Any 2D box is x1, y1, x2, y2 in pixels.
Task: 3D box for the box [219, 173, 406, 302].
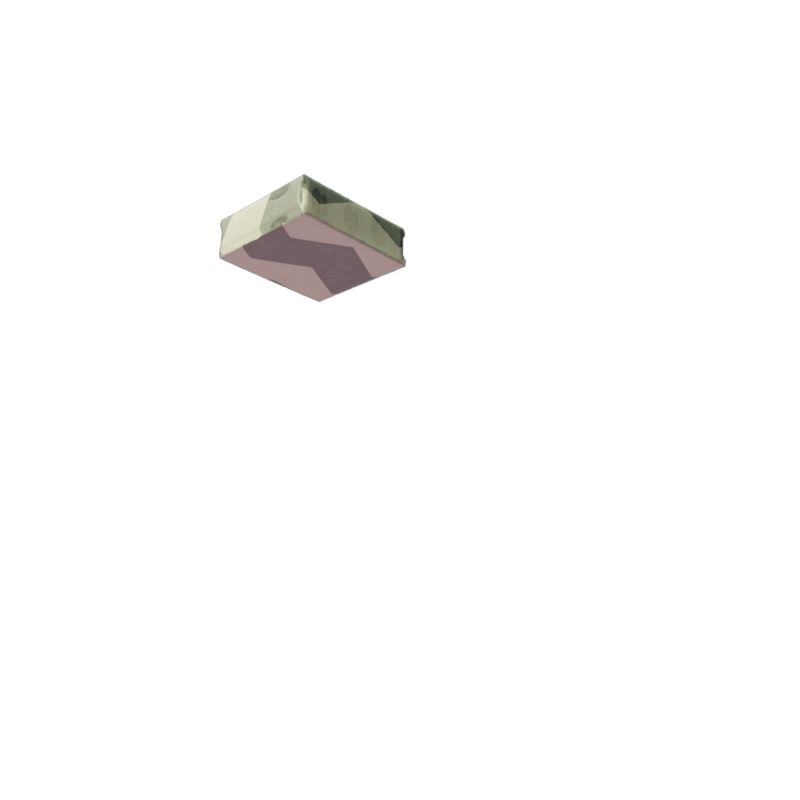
[{"bbox_3d":[-0.052,-0.095,0.664,0.074,0.032,0.084,-21,-31,39],"label":"box"}]
